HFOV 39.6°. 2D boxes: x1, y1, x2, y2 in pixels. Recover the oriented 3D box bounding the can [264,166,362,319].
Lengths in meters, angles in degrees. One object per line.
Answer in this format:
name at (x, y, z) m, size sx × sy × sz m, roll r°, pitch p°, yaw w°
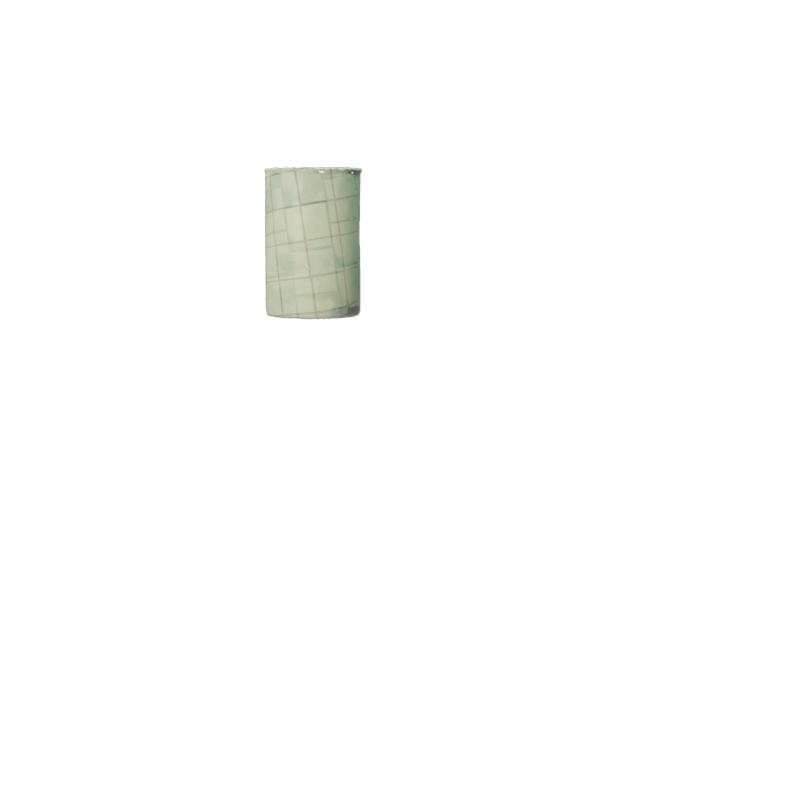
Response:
can at (-0.060, -0.110, 0.772) m, size 0.068 × 0.102 × 0.069 m, roll 0°, pitch 4°, yaw -2°
